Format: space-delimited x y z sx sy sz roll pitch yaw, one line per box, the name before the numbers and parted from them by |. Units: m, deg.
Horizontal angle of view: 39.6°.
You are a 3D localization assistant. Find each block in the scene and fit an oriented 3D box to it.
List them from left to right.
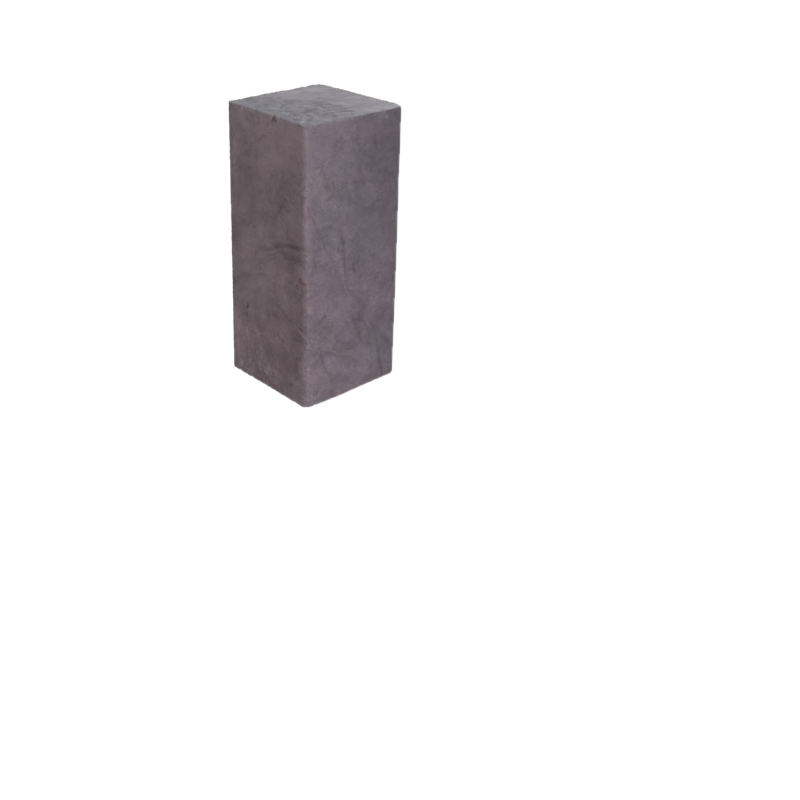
block | -0.062 -0.115 0.804 0.089 0.196 0.097 -18 30 -39
